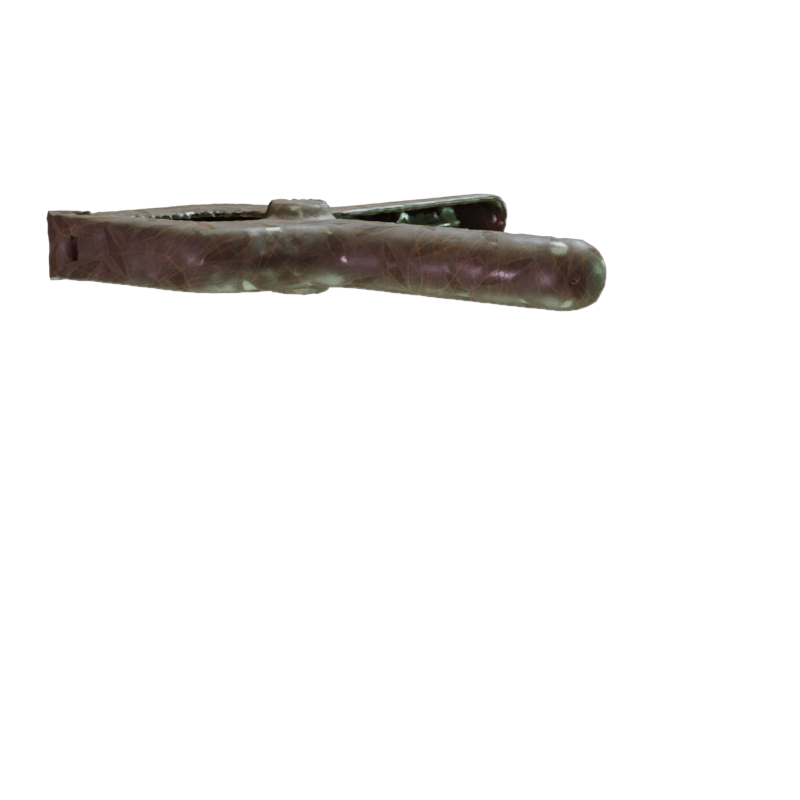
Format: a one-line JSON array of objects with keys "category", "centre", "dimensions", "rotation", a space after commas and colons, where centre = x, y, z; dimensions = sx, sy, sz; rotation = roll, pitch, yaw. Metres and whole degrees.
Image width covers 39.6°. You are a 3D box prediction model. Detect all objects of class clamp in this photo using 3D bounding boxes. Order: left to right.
[{"category": "clamp", "centre": [-0.036, -0.065, 0.457], "dimensions": [0.211, 0.035, 0.168], "rotation": [1, 15, 2]}]
